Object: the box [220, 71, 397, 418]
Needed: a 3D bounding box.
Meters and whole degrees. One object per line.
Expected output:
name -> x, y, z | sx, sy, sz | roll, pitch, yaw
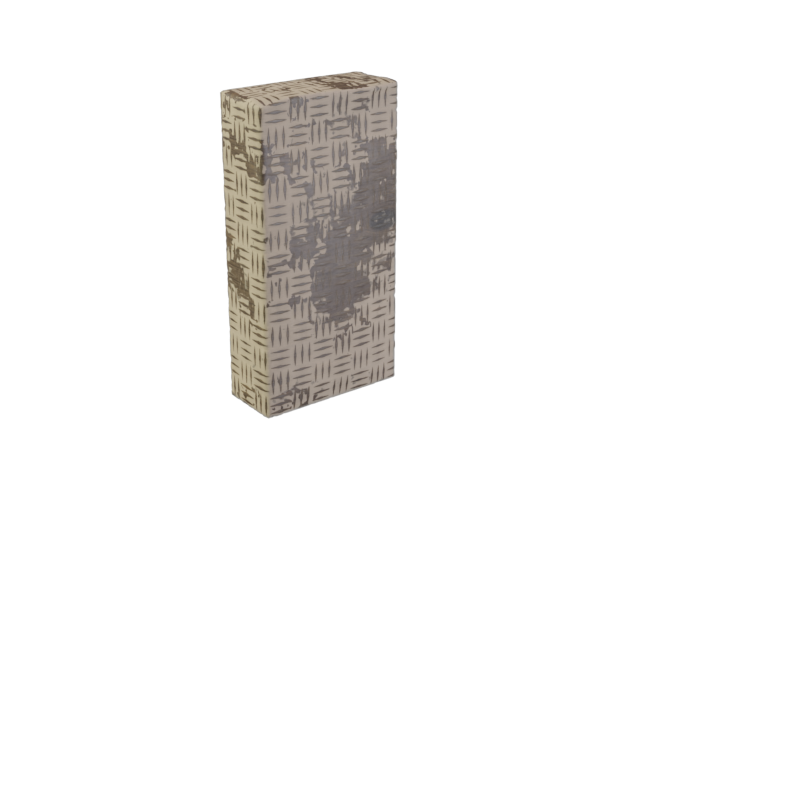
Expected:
box -> -0.048, -0.087, 0.613 | 0.092, 0.168, 0.051 | -16, 28, -35
